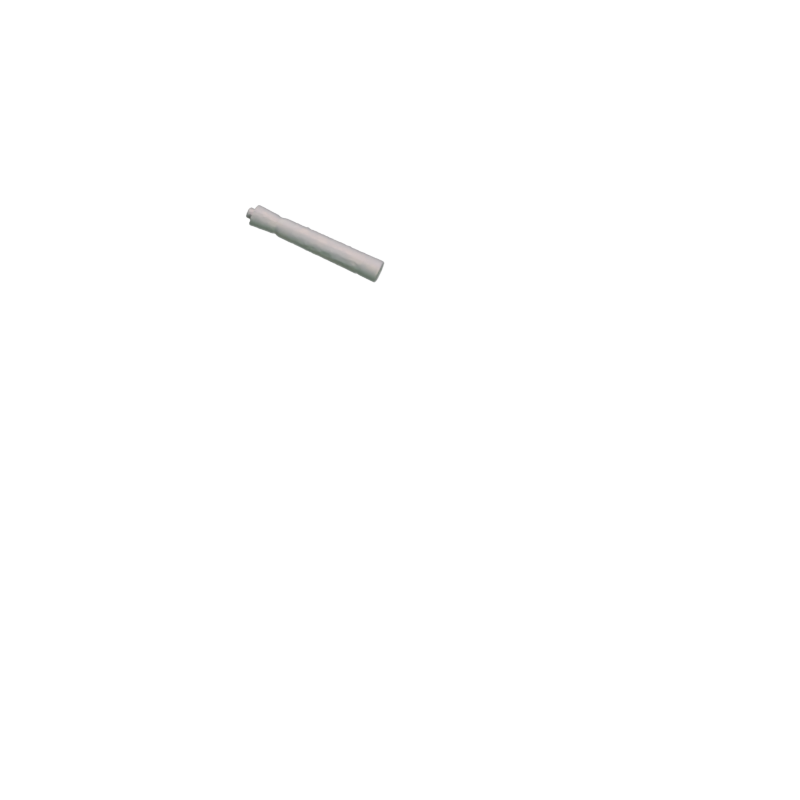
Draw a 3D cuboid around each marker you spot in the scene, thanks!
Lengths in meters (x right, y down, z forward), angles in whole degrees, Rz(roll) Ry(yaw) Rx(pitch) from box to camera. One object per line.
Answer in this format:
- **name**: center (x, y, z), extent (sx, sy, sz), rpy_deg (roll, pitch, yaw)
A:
- **marker**: center (-0.071, -0.130, 0.912), extent (0.124, 0.020, 0.019), rpy_deg (26, 7, 10)
